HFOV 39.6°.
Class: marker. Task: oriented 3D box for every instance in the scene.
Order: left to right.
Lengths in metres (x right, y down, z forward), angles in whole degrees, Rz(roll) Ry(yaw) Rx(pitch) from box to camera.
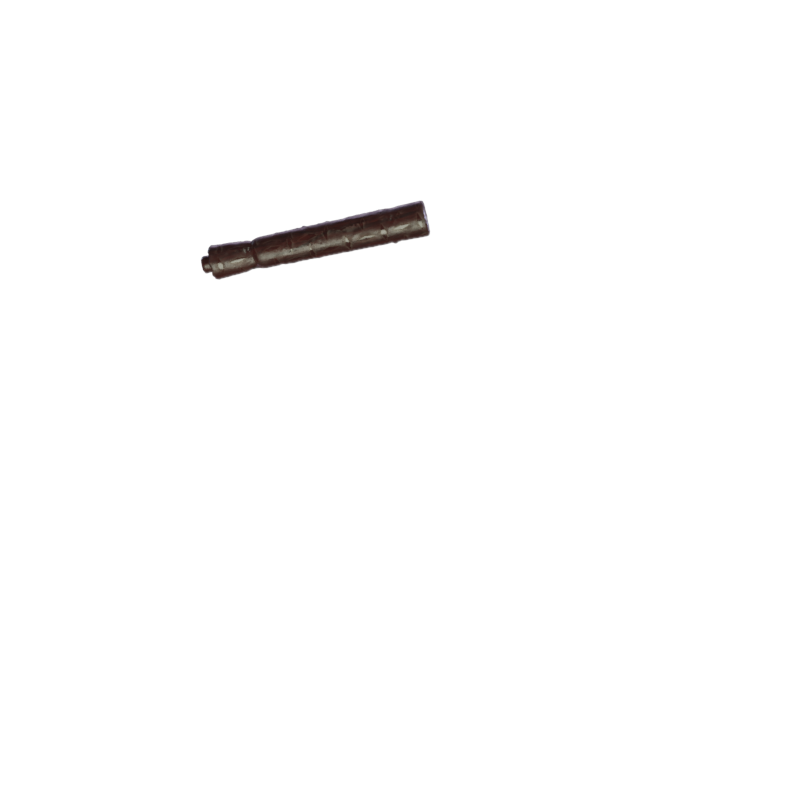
[{"bbox_3d":[-0.045,-0.083,0.581,0.122,0.020,0.020,-11,3,8],"label":"marker"}]
